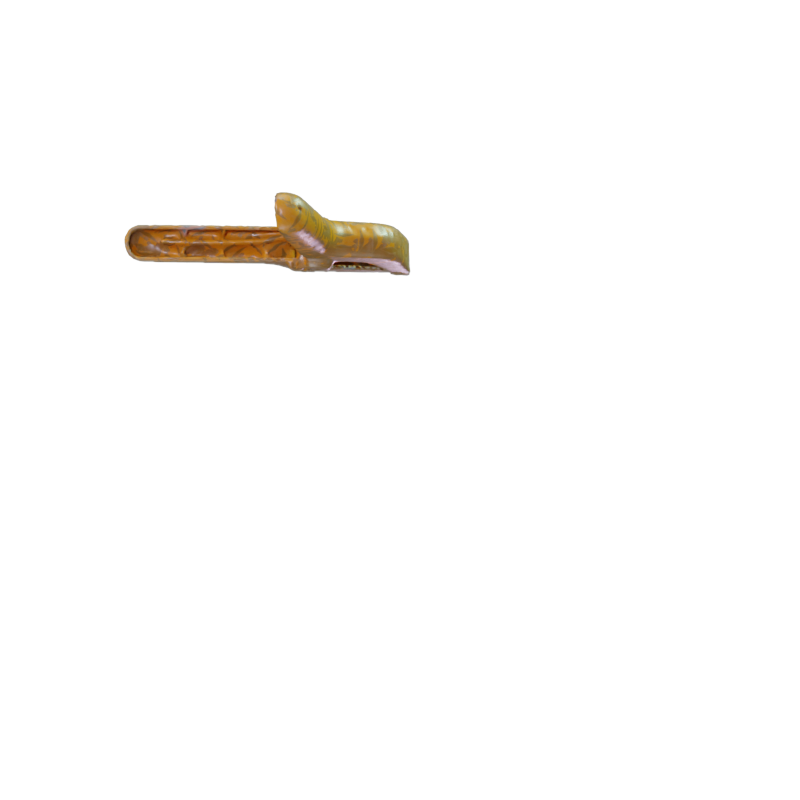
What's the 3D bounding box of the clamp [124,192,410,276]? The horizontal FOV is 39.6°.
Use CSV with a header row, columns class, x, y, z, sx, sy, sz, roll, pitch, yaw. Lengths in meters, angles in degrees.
class,x,y,z,sx,sy,sz,roll,pitch,yaw
clamp,-0.060,-0.109,0.760,0.201,0.037,0.169,1,-1,-39
